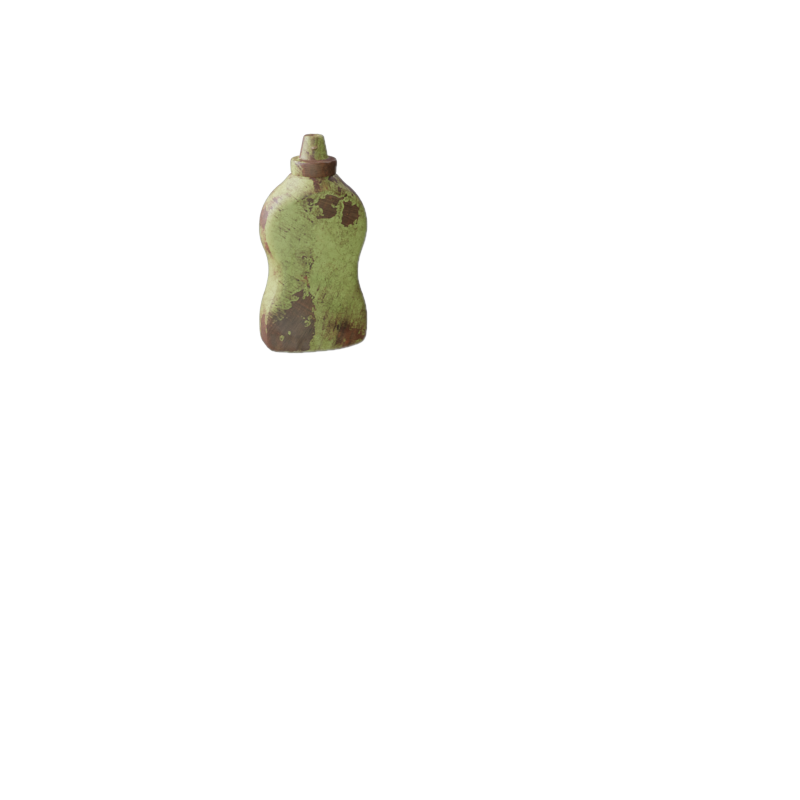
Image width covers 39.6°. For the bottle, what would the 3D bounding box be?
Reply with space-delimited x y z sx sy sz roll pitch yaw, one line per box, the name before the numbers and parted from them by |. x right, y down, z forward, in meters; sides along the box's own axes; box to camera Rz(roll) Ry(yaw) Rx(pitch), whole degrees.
bottle | -0.077 -0.141 0.986 0.094 0.185 0.061 -4 16 -16
